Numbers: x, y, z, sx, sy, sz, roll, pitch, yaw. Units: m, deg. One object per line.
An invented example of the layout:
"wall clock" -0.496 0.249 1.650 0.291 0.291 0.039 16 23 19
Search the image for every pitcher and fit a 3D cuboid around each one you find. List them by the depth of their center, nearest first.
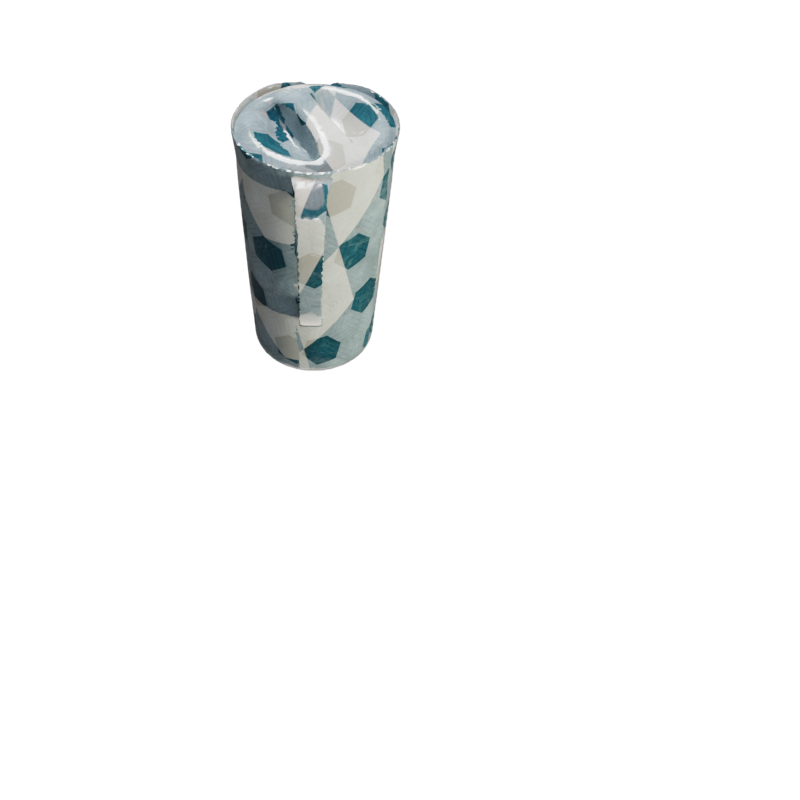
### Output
"pitcher" -0.073 -0.134 0.938 0.154 0.226 0.150 35 52 29
